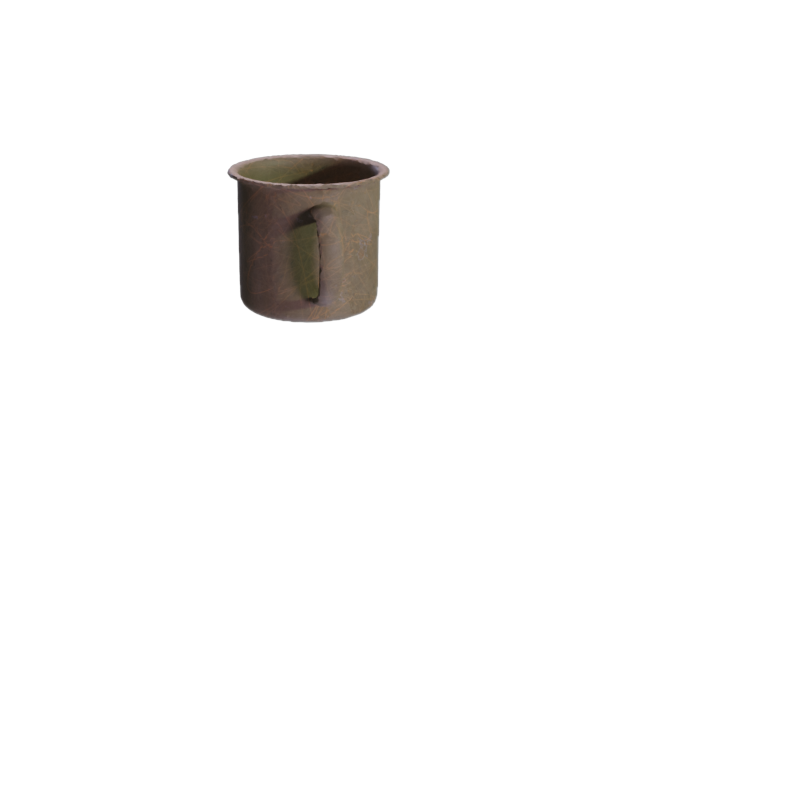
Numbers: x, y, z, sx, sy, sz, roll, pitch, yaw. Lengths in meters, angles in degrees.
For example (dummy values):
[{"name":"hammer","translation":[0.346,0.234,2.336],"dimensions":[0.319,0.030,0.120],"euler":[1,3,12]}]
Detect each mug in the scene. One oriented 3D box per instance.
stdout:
[{"name":"mug","translation":[-0.050,-0.091,0.635],"dimensions":[0.092,0.078,0.124],"euler":[-5,21,-15]}]
